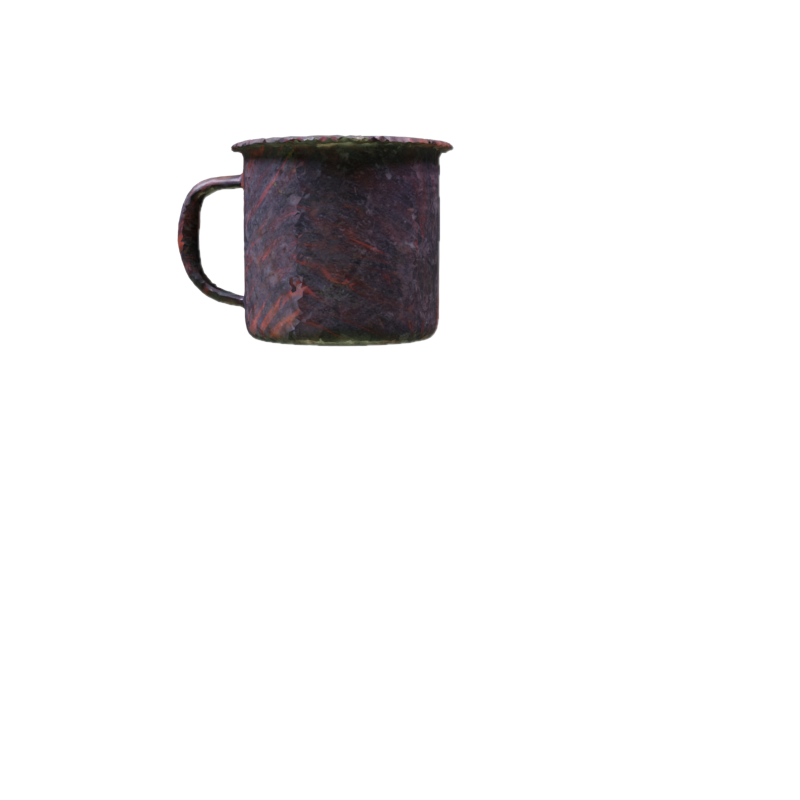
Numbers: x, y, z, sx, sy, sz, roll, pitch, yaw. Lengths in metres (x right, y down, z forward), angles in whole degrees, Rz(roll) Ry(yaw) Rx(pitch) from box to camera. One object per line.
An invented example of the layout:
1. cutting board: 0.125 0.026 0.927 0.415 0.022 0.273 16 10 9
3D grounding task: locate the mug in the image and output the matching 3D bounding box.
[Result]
1. mug: -0.037 -0.067 0.467 0.118 0.081 0.093 1 5 5
